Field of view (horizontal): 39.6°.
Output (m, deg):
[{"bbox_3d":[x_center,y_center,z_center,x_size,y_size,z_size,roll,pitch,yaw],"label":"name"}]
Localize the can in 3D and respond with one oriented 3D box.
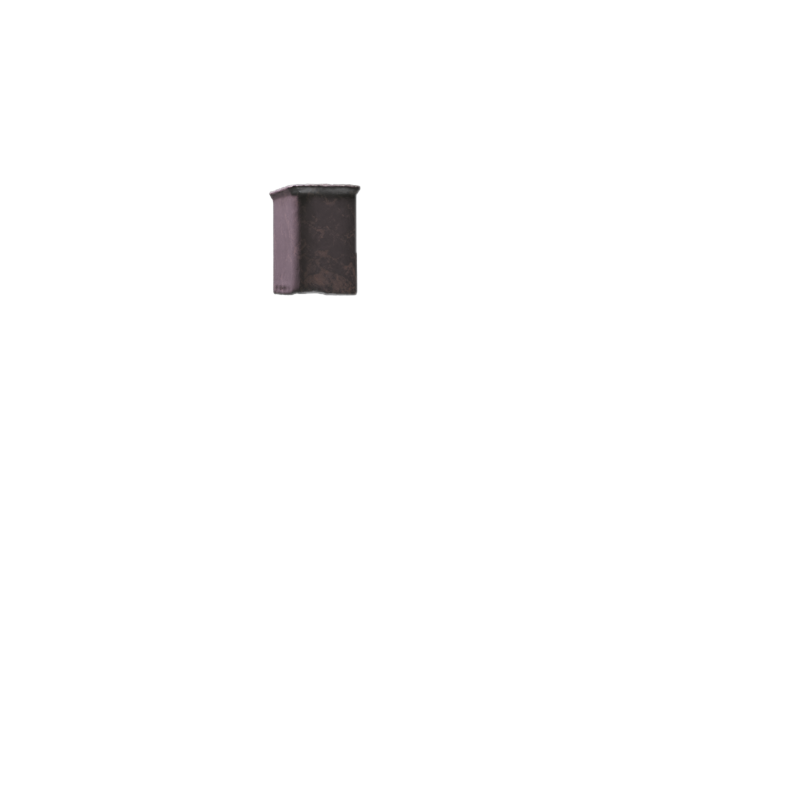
[{"bbox_3d":[-0.068,-0.124,0.872,0.056,0.084,0.104,0,3,-17],"label":"can"}]
